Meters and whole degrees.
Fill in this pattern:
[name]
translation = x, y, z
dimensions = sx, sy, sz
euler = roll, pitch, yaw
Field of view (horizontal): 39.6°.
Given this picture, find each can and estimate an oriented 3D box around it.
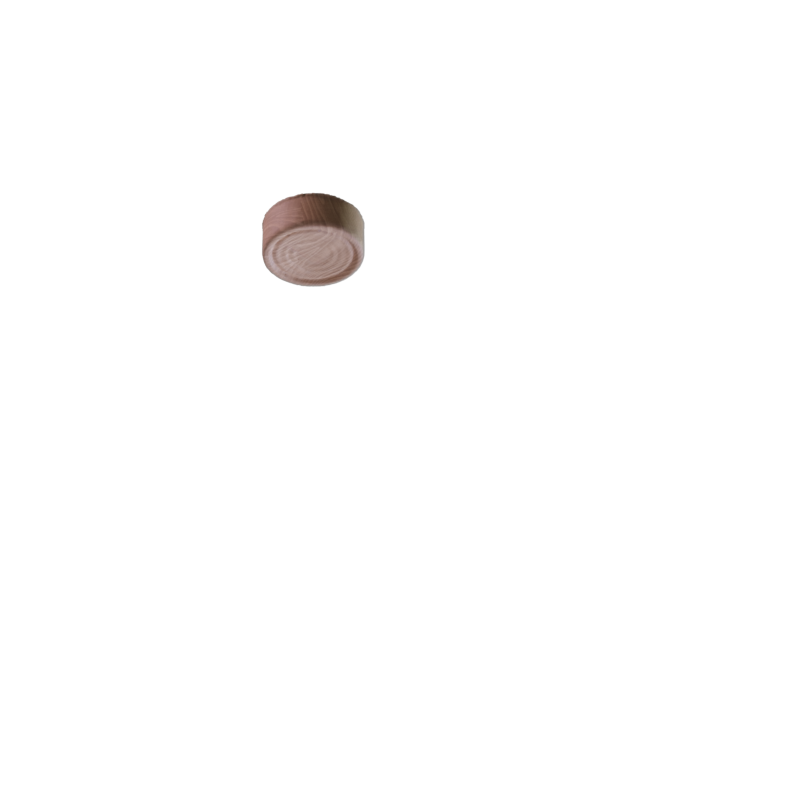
[can]
translation = -0.072, -0.131, 0.916
dimensions = 0.086, 0.036, 0.080
euler = 1, -34, -2
